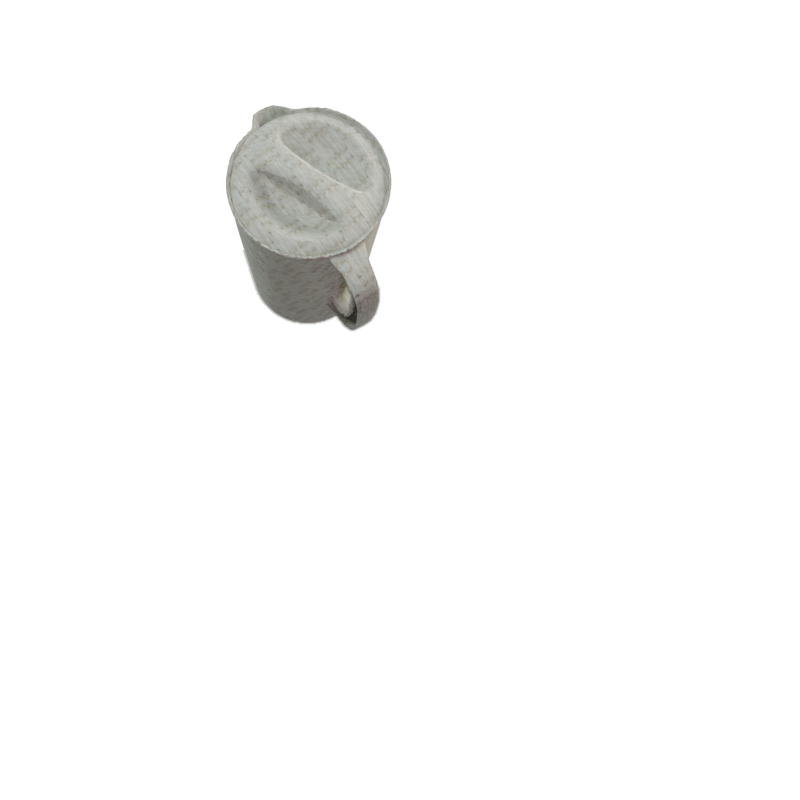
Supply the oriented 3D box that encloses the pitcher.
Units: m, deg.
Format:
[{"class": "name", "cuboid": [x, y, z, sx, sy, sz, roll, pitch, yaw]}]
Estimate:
[{"class": "pitcher", "cuboid": [-0.078, -0.142, 0.991, 0.146, 0.154, 0.234, 15, -15, 1]}]
